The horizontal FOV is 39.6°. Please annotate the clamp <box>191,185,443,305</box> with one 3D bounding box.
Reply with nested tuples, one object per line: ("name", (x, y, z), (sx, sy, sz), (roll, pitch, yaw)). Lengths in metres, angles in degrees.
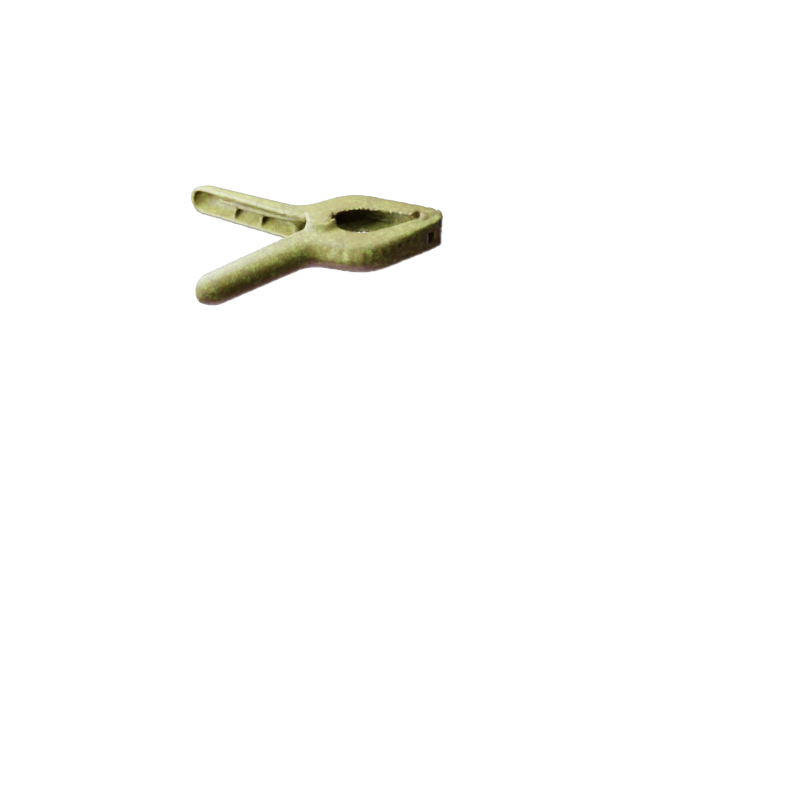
("clamp", (-0.069, -0.127, 0.887), (0.210, 0.034, 0.176), (-1, 37, -1))
